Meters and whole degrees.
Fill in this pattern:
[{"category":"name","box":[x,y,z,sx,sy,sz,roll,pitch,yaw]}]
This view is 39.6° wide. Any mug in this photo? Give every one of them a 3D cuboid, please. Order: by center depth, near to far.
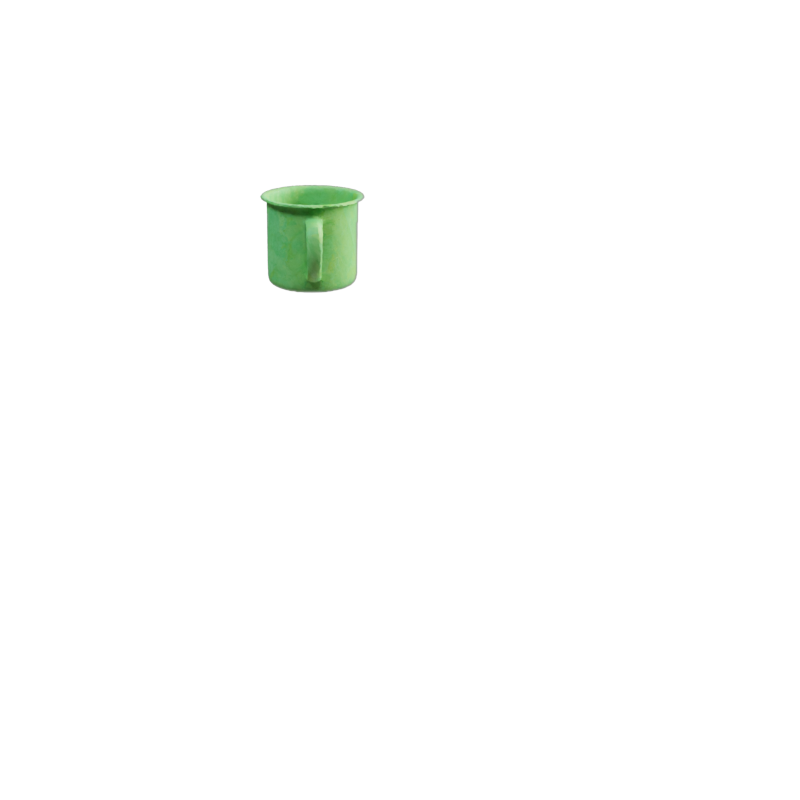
[{"category":"mug","box":[-0.078,-0.142,0.992,0.092,0.078,0.123,-2,20,-7]}]
